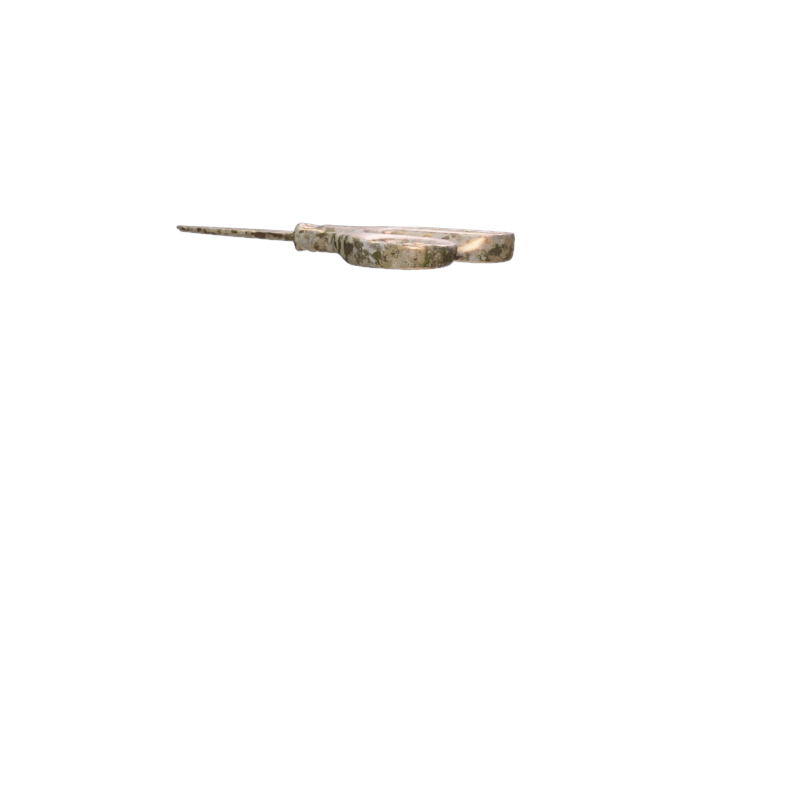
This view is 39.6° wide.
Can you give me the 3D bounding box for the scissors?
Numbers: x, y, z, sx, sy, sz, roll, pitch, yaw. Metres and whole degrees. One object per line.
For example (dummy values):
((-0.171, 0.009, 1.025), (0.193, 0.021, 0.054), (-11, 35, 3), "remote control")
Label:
((-0.045, -0.081, 0.571), (0.207, 0.015, 0.096), (5, 14, 18), "scissors")
